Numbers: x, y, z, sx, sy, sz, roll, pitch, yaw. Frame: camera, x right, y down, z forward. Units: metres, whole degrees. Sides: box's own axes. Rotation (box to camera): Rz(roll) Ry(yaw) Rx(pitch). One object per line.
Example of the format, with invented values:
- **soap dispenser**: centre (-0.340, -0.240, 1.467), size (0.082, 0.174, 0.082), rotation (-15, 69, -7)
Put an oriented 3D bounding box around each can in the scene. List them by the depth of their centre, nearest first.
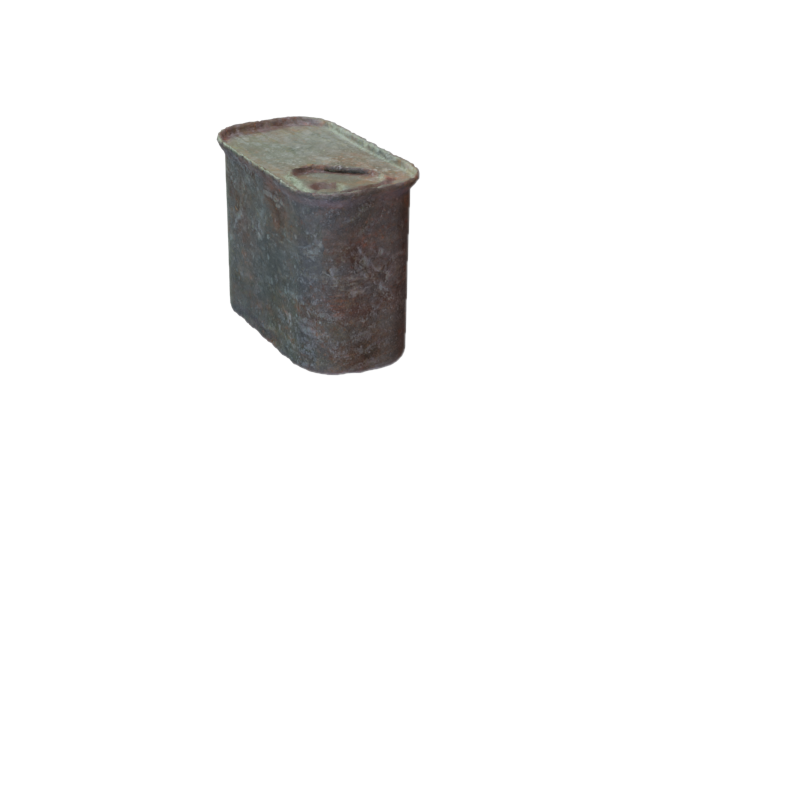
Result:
- **can**: centre (-0.038, -0.069, 0.483), size (0.056, 0.079, 0.109), rotation (-14, 31, -28)
